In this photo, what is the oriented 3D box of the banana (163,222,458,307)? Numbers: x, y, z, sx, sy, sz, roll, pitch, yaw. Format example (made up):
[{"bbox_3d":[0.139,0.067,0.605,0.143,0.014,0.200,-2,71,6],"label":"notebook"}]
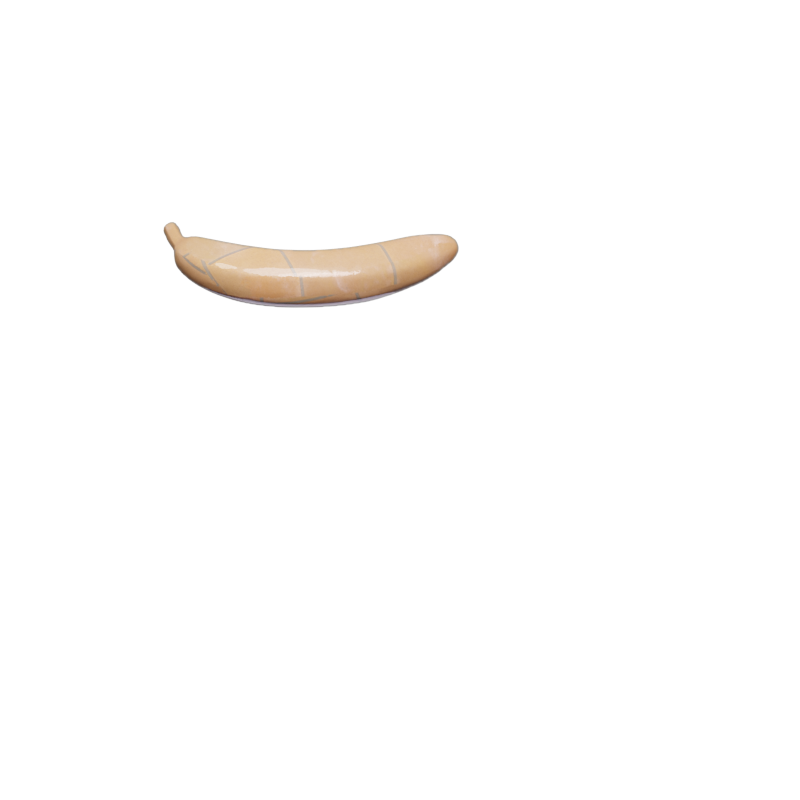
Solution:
[{"bbox_3d":[-0.062,-0.089,0.715,0.199,0.074,0.034,5,-38,4],"label":"banana"}]
